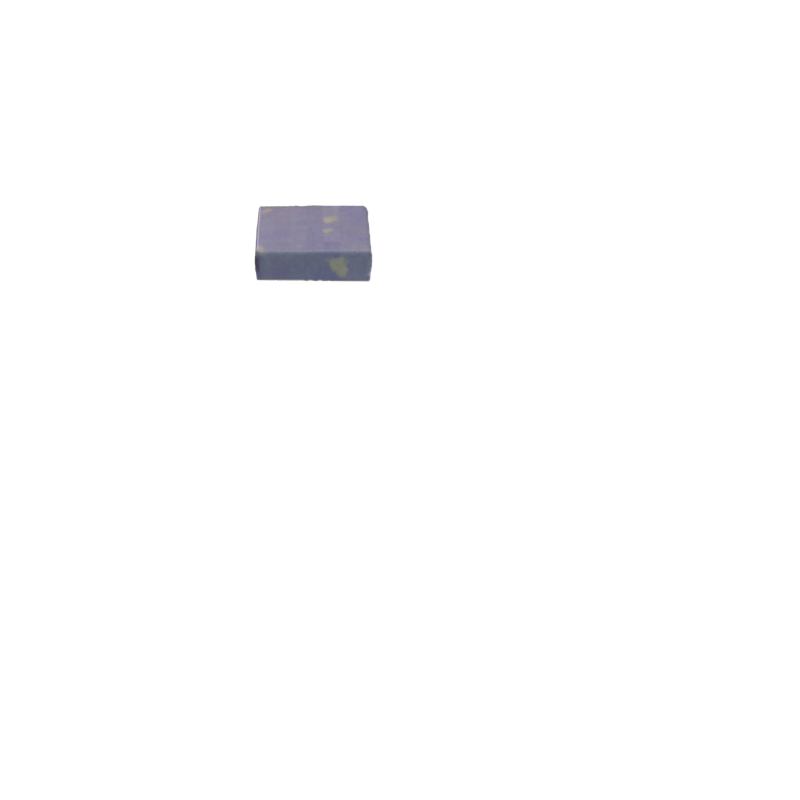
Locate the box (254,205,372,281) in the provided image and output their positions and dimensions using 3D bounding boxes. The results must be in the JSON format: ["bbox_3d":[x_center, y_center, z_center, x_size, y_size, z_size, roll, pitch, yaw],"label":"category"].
[{"bbox_3d":[-0.068,-0.124,0.865,0.089,0.028,0.078,-1,35,-2],"label":"box"}]
